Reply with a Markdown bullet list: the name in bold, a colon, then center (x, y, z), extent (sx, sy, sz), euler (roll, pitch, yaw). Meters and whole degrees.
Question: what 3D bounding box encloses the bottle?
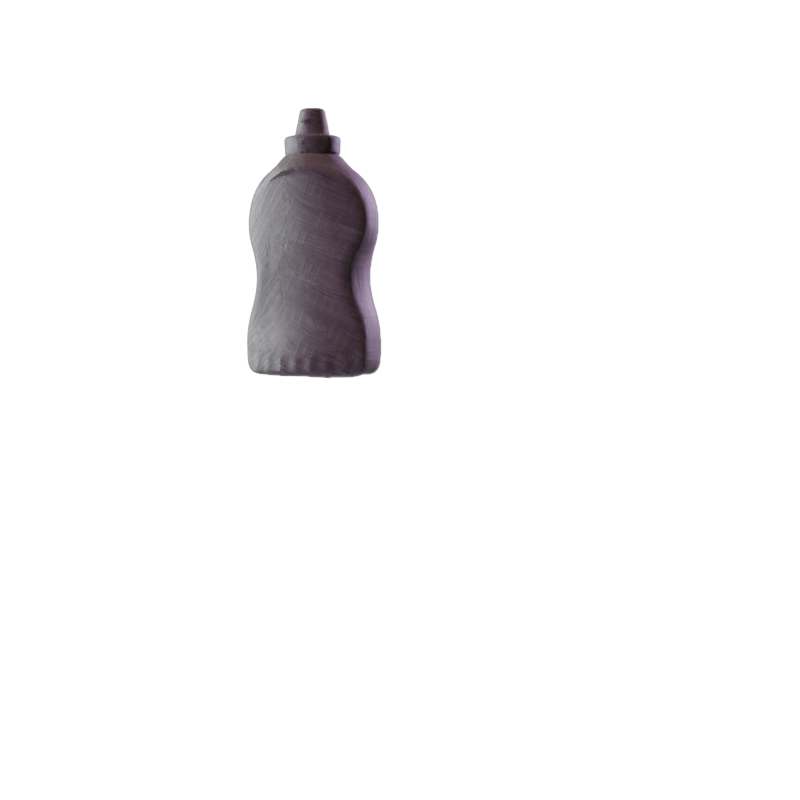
- **bottle**: center (-0.063, -0.114, 0.800), extent (0.099, 0.193, 0.056), euler (0, -2, 27)
